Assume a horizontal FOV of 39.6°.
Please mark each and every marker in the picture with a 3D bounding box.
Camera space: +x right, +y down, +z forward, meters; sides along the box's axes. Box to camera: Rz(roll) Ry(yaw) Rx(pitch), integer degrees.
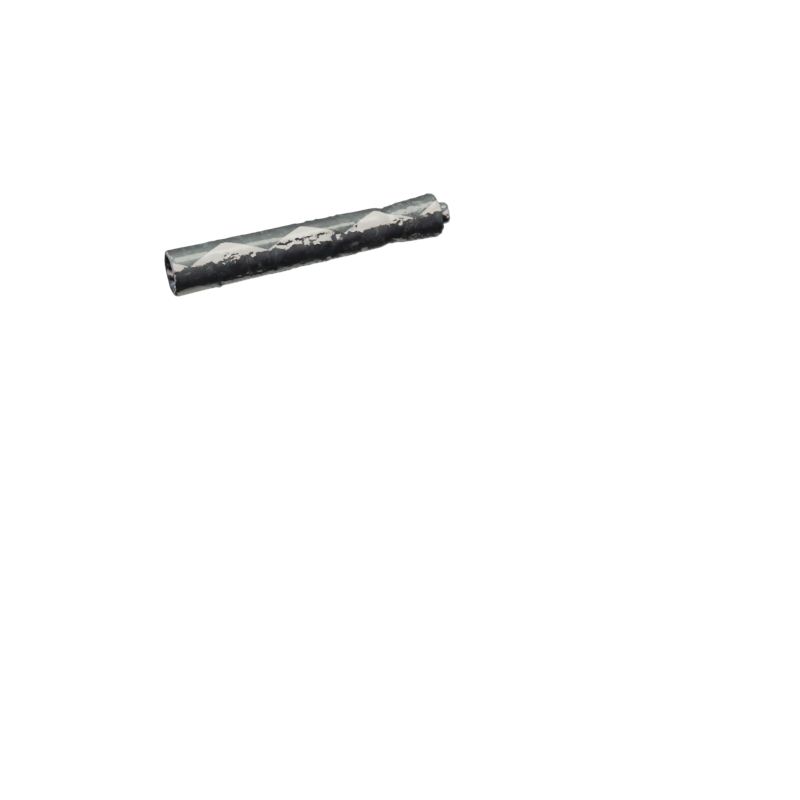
[{"bbox_3d":[-0.035,-0.065,0.453,0.119,0.019,0.020,-15,9,-17],"label":"marker"}]
